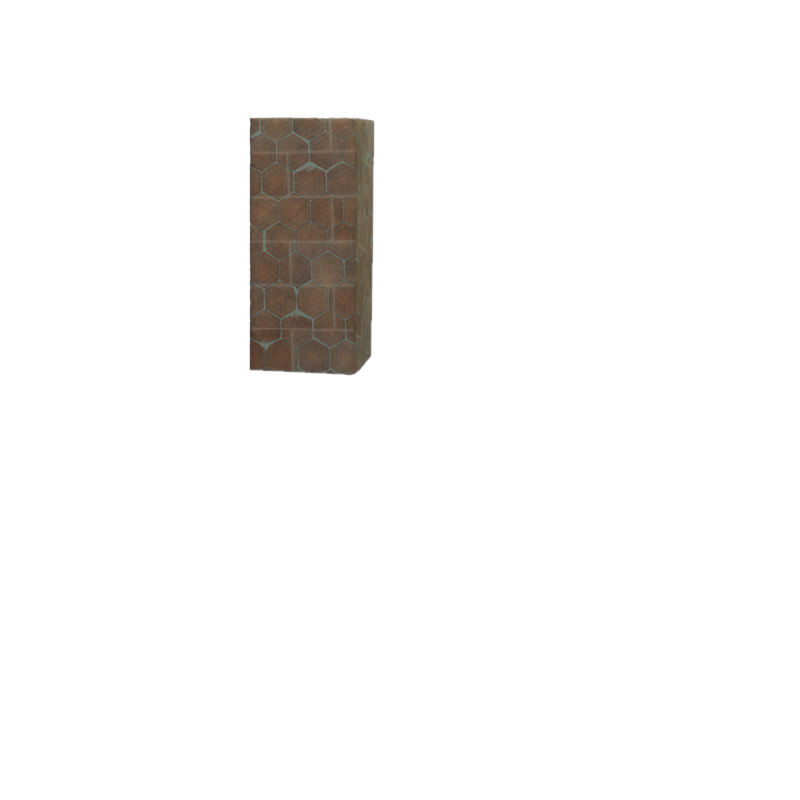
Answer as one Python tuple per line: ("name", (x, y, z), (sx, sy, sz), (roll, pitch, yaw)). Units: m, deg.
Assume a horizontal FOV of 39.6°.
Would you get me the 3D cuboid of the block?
("block", (-0.073, -0.133, 0.931), (0.092, 0.203, 0.090), (2, 6, 10))
